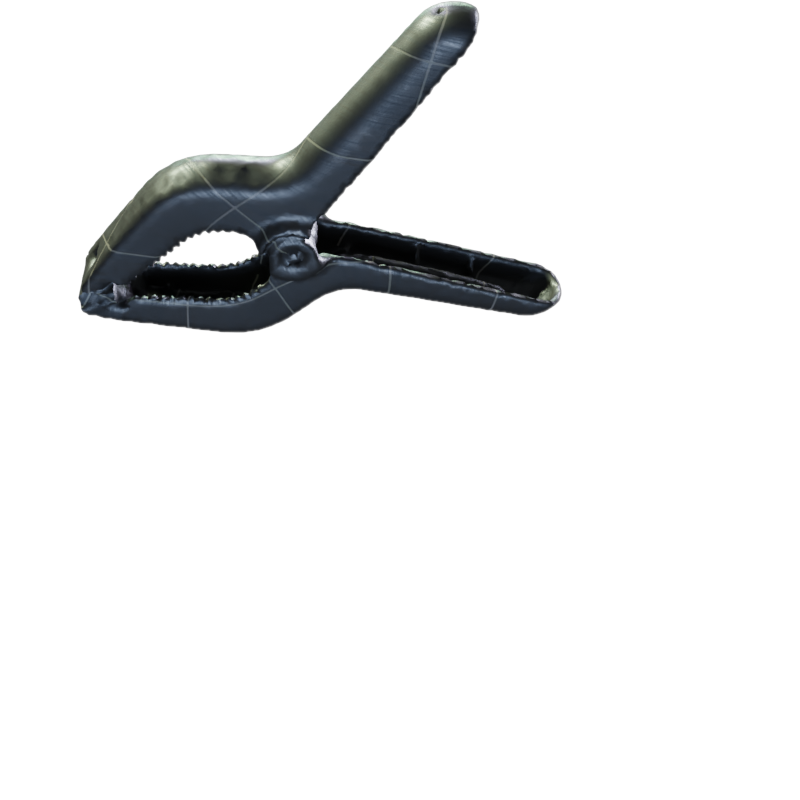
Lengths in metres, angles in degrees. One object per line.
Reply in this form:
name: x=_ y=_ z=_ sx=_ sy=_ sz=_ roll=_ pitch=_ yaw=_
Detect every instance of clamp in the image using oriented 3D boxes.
clamp: x=-0.038 y=-0.069 z=0.482 sx=0.211 sy=0.039 sz=0.152 roll=-18 pitch=-47 yaw=18
